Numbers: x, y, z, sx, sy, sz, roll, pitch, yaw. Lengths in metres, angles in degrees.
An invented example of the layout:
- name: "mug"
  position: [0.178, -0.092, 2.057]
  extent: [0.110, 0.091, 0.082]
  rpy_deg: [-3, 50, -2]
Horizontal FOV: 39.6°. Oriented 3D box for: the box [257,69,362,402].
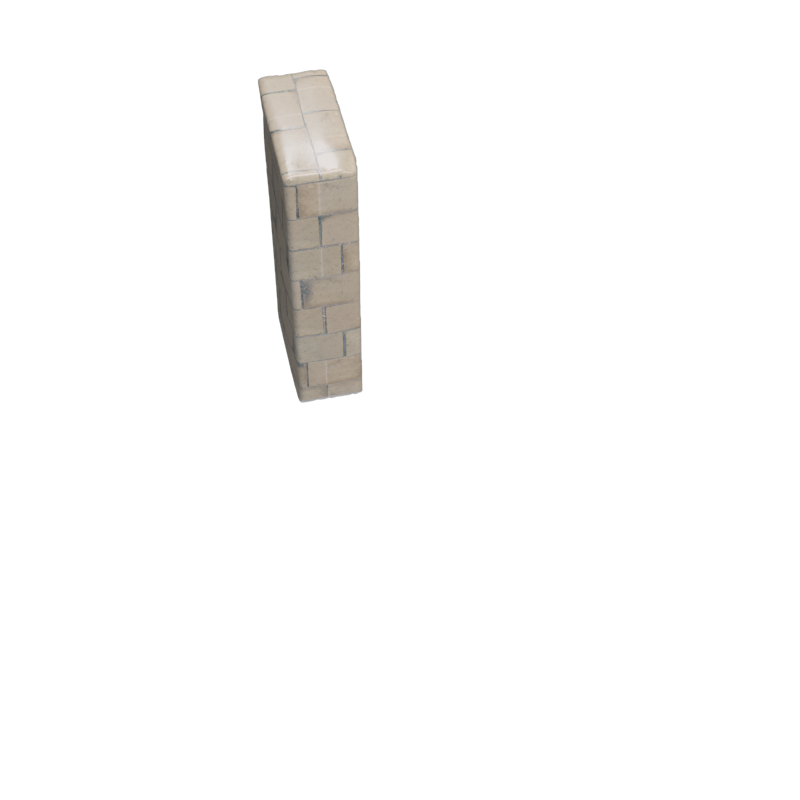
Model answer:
- name: "box"
  position: [-0.050, -0.091, 0.638]
  extent: [0.048, 0.101, 0.164]
  rpy_deg: [-7, -41, -10]
